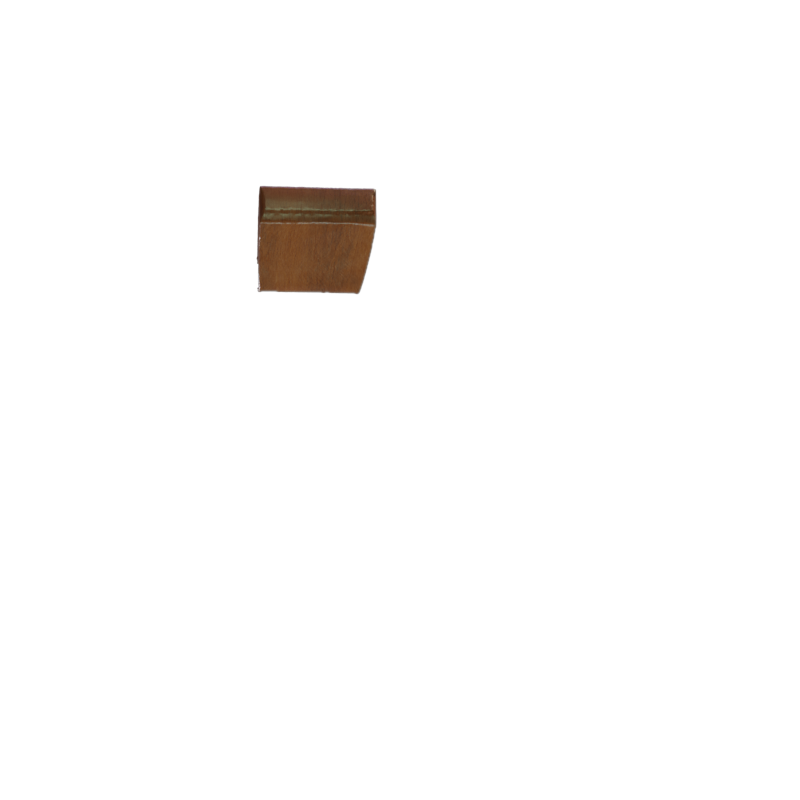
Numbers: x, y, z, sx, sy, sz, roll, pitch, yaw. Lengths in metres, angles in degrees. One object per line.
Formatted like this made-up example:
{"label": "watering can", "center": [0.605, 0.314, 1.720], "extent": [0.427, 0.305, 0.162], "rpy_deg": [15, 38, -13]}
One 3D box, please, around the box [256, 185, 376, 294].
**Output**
{"label": "box", "center": [-0.069, -0.126, 0.879], "extent": [0.089, 0.041, 0.107], "rpy_deg": [3, -28, -6]}
